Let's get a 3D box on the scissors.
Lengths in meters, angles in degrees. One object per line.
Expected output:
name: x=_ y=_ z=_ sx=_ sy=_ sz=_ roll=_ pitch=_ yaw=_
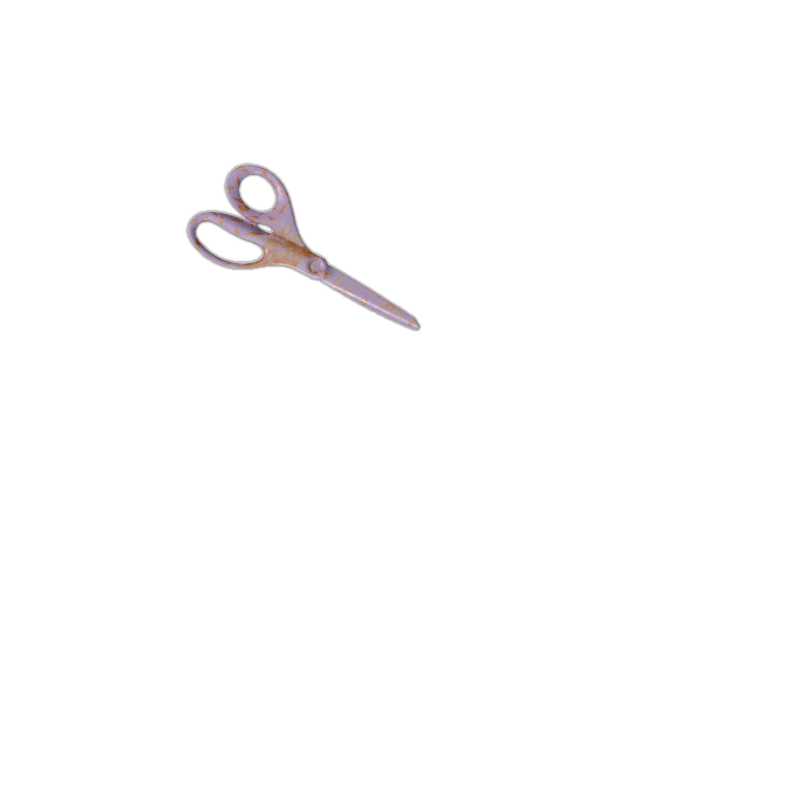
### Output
scissors: x=-0.070 y=-0.128 z=0.899 sx=0.202 sy=0.098 sz=0.015 roll=15 pitch=-7 yaw=2
